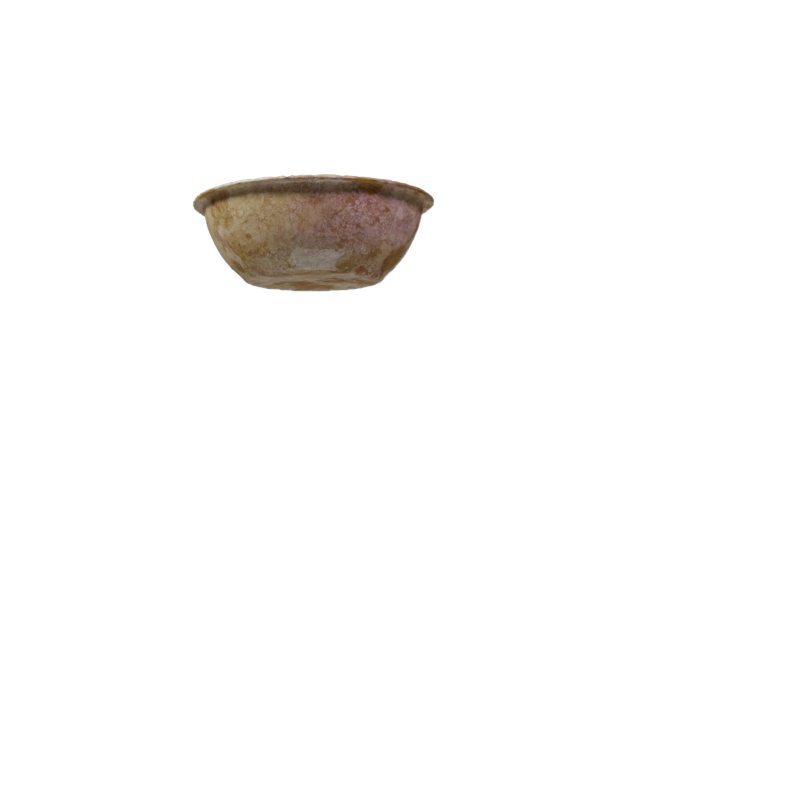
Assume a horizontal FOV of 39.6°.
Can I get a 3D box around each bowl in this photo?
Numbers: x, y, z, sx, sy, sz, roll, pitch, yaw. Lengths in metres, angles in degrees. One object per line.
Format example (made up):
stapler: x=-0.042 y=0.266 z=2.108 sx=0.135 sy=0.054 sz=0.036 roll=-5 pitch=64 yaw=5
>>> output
bowl: x=-0.058 y=-0.106 z=0.741 sx=0.162 sy=0.056 sz=0.160 roll=0 pitch=-3 yaw=-2
